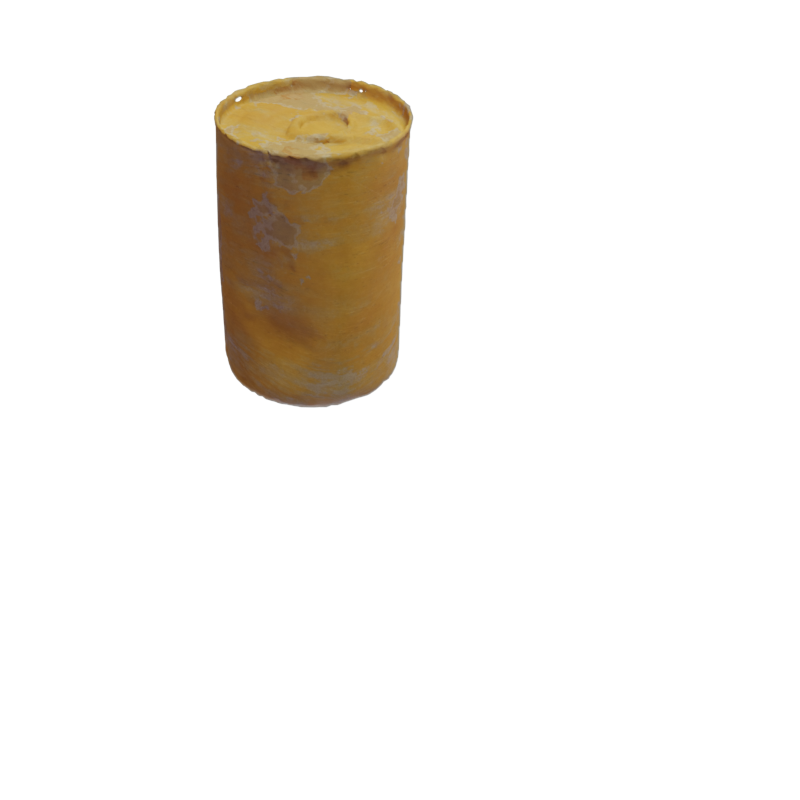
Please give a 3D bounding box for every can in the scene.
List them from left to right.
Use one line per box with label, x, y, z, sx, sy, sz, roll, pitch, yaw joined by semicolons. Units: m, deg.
can;-0.031;-0.057;0.402;0.068;0.096;0.073;0;33;-3
